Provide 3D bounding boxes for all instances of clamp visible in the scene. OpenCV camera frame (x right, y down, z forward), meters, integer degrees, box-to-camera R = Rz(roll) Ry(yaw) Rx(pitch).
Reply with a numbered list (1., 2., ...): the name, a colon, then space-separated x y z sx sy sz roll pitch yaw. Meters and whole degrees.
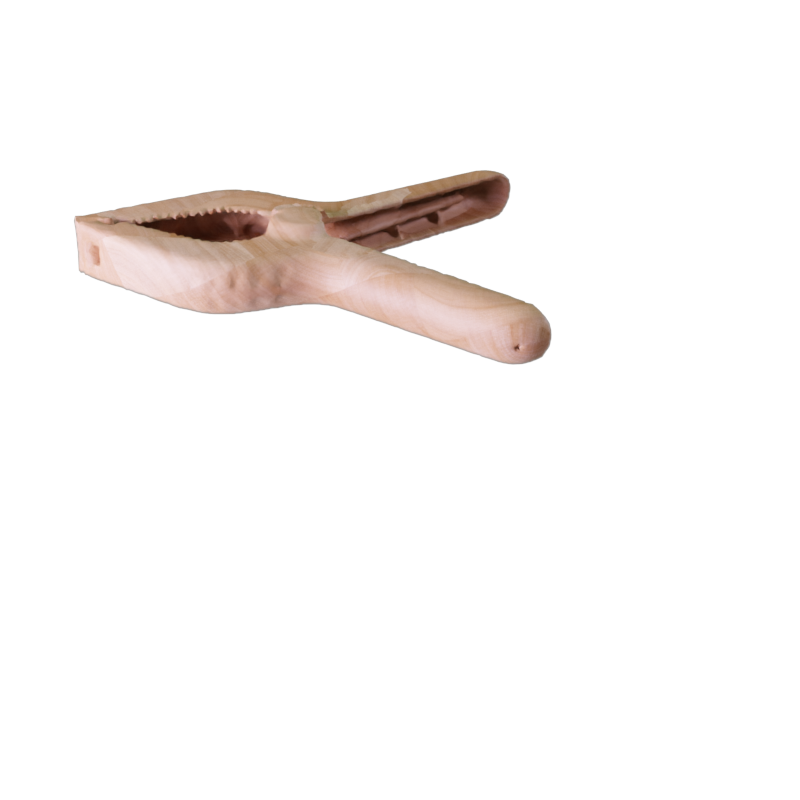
1. clamp: -0.039 -0.072 0.504 0.213 0.034 0.172 4 30 8
